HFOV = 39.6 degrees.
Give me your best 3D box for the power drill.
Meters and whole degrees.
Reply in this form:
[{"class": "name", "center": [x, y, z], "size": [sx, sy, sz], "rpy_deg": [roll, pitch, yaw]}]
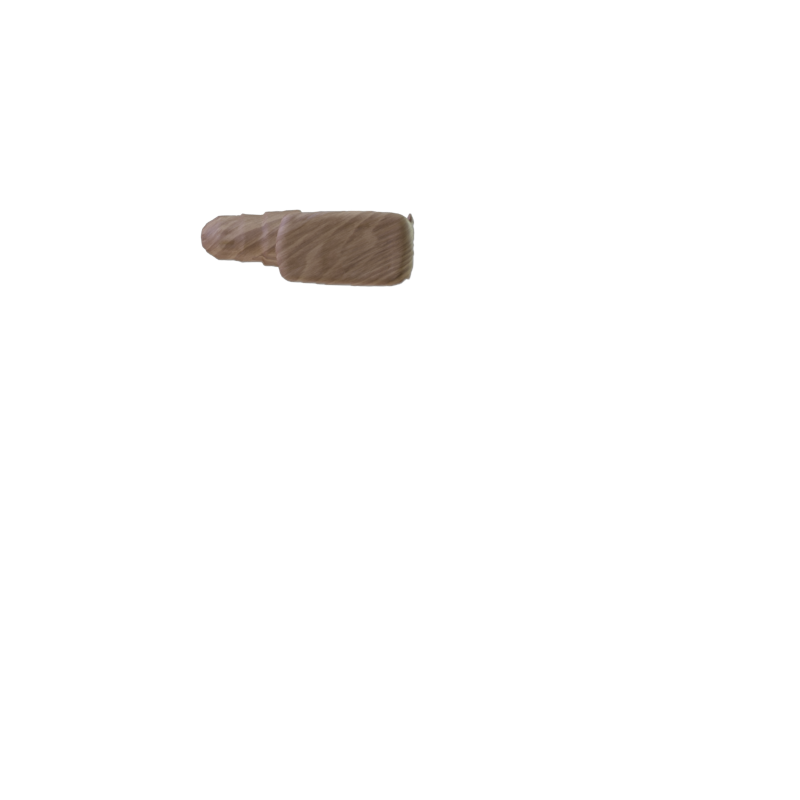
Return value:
[{"class": "power drill", "center": [-0.072, -0.131, 0.915], "size": [0.183, 0.056, 0.193], "rpy_deg": [-2, 11, -8]}]
